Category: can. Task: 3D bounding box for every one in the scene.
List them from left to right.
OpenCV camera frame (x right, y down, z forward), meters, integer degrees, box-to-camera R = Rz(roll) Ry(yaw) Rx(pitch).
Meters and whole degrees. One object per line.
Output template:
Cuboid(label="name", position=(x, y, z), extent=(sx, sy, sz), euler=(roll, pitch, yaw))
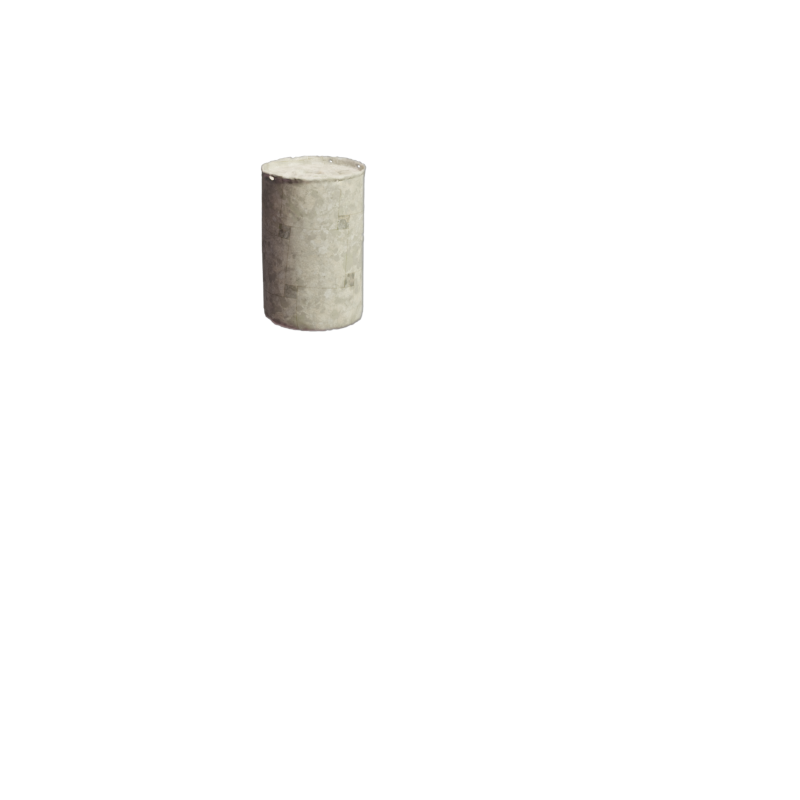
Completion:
Cuboid(label="can", position=(-0.057, -0.104, 0.727), extent=(0.068, 0.098, 0.071), euler=(0, 19, -2))
